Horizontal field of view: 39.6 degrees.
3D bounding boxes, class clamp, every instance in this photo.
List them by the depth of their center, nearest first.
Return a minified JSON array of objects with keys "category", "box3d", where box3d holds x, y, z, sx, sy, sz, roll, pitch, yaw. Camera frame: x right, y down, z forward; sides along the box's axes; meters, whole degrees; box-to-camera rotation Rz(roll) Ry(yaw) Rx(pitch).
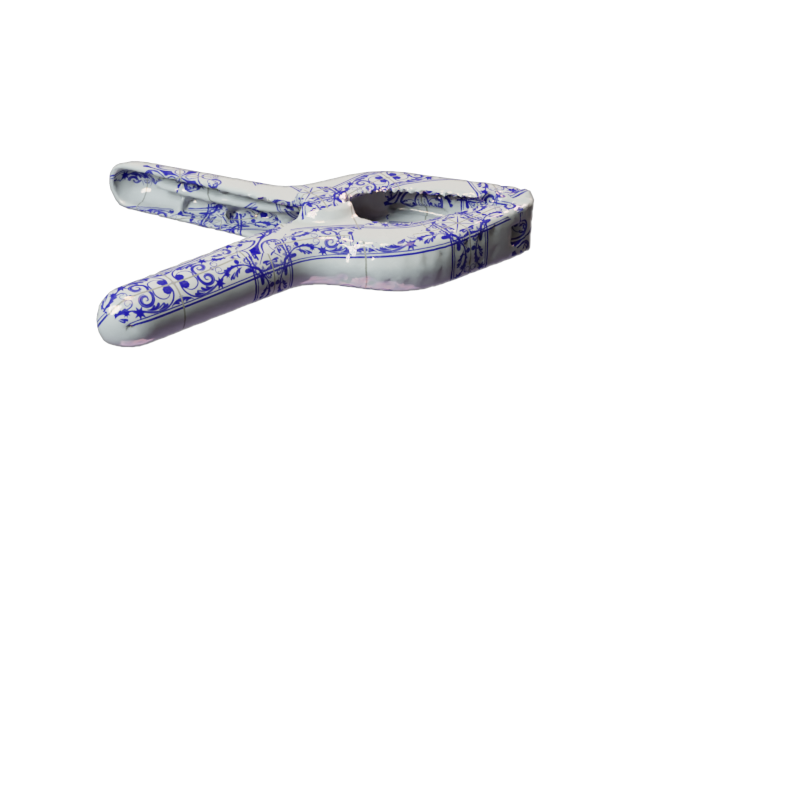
[{"category":"clamp","box3d":[-0.040,-0.073,0.511,0.209,0.034,0.175,-1,32,-2]}]
